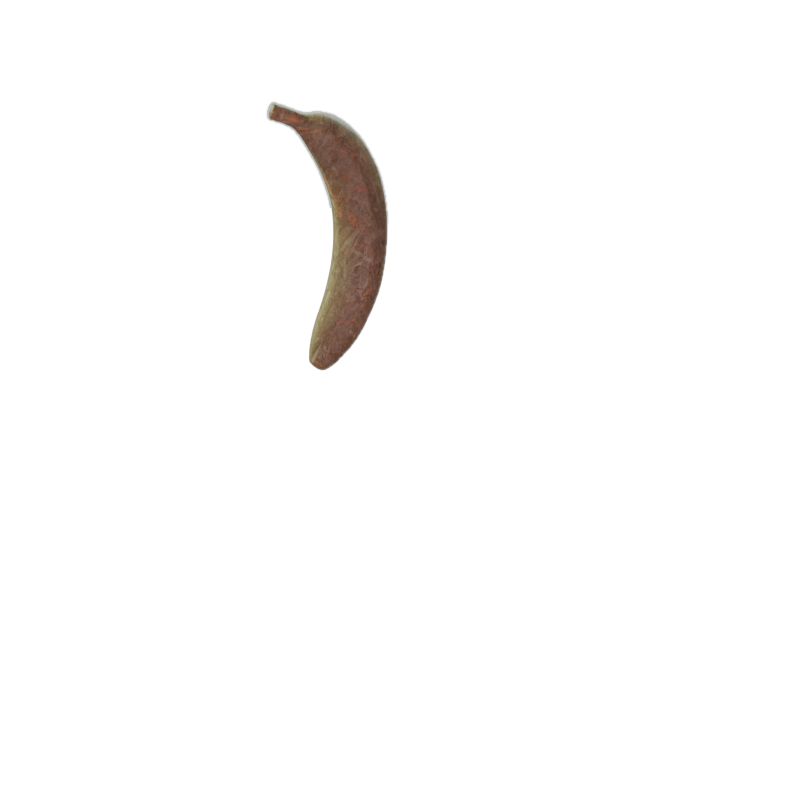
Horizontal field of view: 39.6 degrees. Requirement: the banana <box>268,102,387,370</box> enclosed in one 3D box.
[{"bbox_3d":[-0.042,-0.115,0.765,0.070,0.188,0.038,-7,21,2],"label":"banana"}]
